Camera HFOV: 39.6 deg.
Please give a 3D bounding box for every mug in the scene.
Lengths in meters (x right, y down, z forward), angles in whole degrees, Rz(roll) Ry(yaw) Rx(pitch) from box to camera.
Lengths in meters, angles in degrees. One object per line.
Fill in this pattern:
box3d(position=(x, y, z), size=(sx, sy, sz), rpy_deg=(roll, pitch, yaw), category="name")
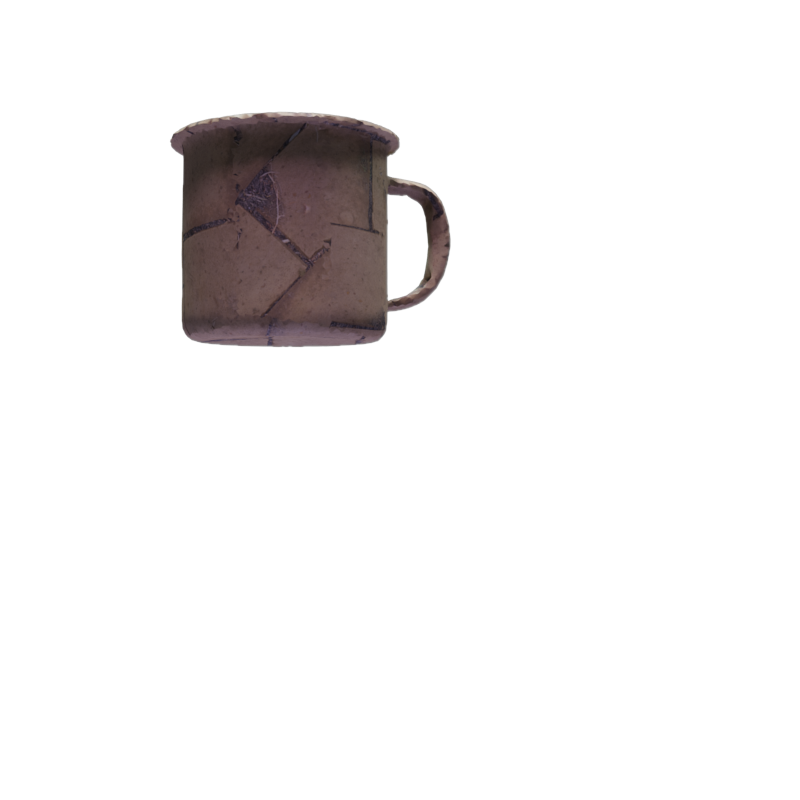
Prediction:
box3d(position=(-0.035, -0.064, 0.448), size=(0.114, 0.083, 0.094), rpy_deg=(1, -4, -21), category="mug")
